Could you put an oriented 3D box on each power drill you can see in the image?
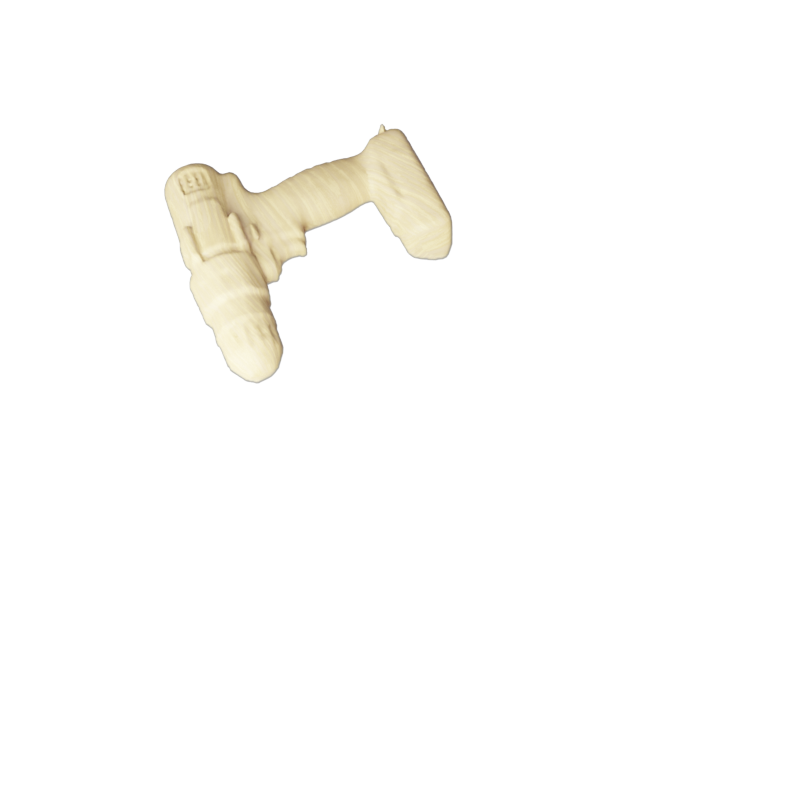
[{"bbox_3d":[-0.062,-0.113,0.791,0.186,0.198,0.054,-18,-31,-11],"label":"power drill"}]
